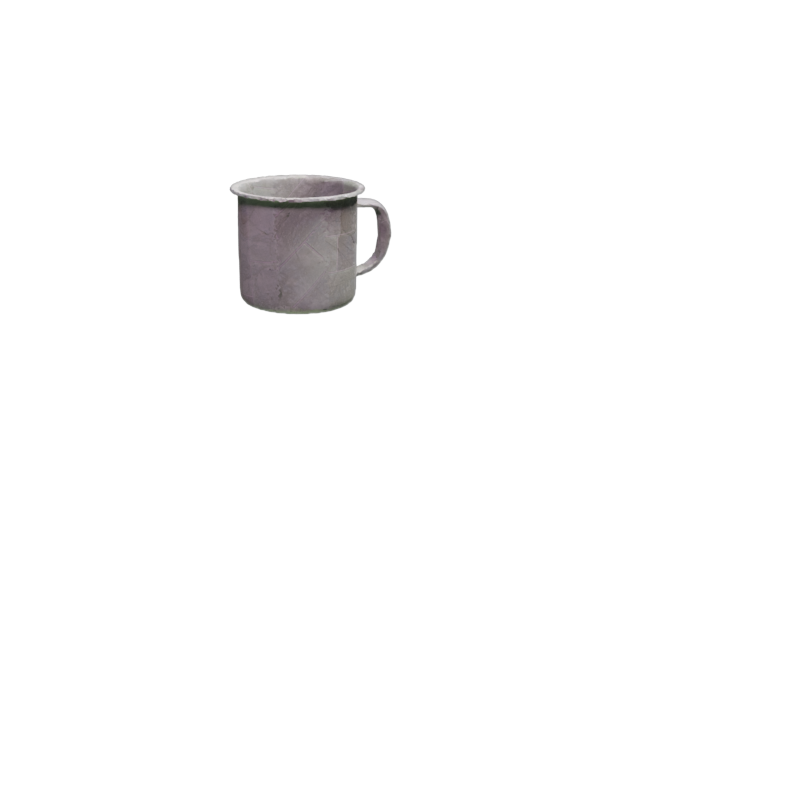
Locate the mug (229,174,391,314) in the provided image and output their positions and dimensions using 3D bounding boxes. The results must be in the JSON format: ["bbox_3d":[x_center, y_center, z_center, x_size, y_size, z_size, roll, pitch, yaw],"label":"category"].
[{"bbox_3d":[-0.061,-0.110,0.774,0.114,0.079,0.099,-9,20,-26],"label":"mug"}]
